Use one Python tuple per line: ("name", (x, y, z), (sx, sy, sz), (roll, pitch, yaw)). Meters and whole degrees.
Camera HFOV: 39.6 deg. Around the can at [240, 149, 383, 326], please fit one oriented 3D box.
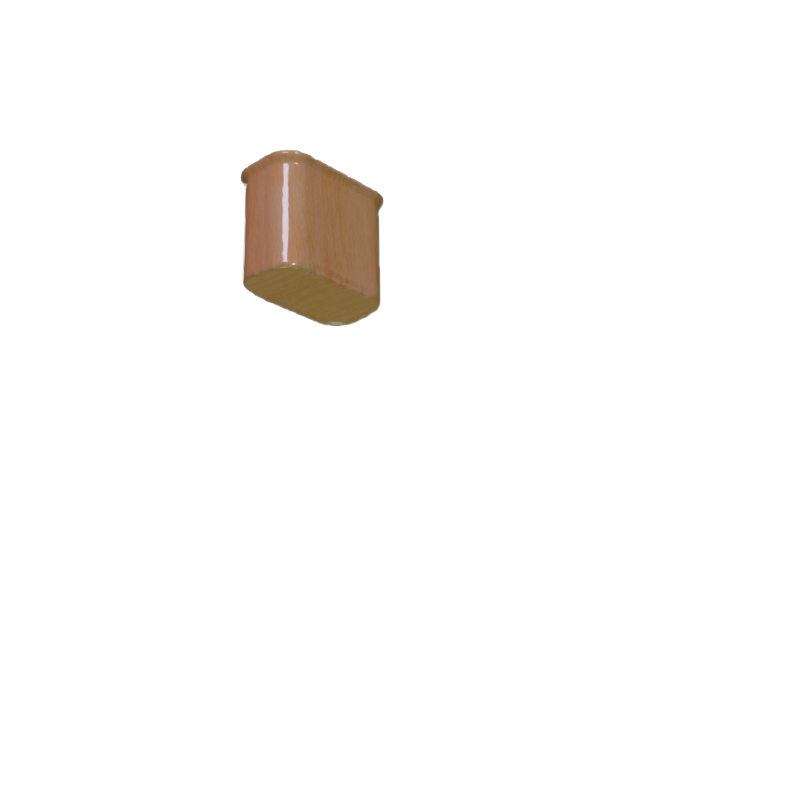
("can", (-0.058, -0.105, 0.736), (0.058, 0.089, 0.096), (-24, -33, 38))
